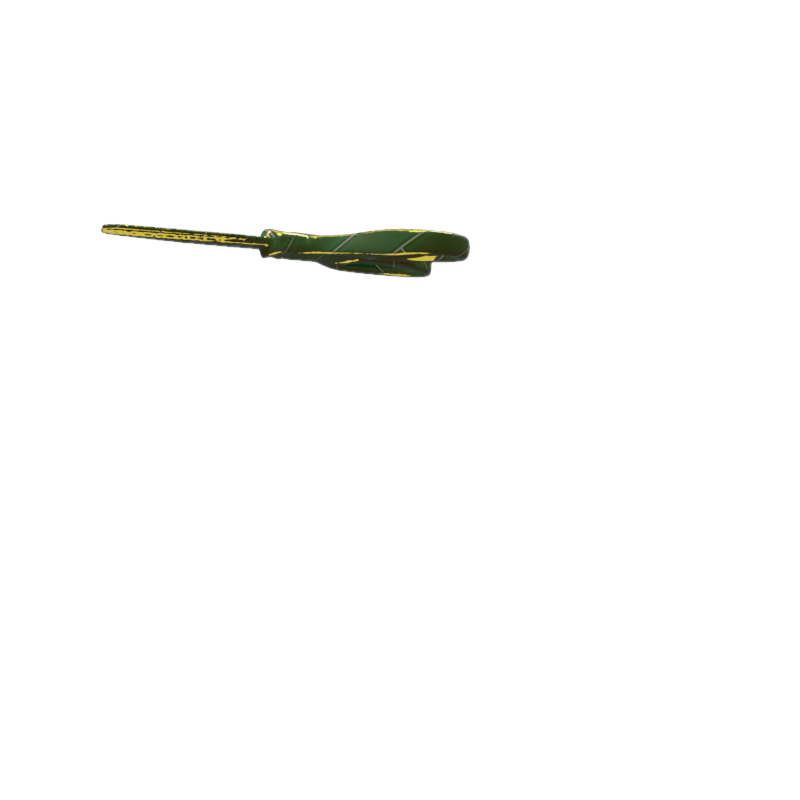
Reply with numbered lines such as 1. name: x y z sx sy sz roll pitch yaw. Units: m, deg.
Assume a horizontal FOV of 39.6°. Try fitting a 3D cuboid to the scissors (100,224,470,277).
1. scissors: -0.046 -0.083 0.584 0.192 0.016 0.099 2 -4 -44
